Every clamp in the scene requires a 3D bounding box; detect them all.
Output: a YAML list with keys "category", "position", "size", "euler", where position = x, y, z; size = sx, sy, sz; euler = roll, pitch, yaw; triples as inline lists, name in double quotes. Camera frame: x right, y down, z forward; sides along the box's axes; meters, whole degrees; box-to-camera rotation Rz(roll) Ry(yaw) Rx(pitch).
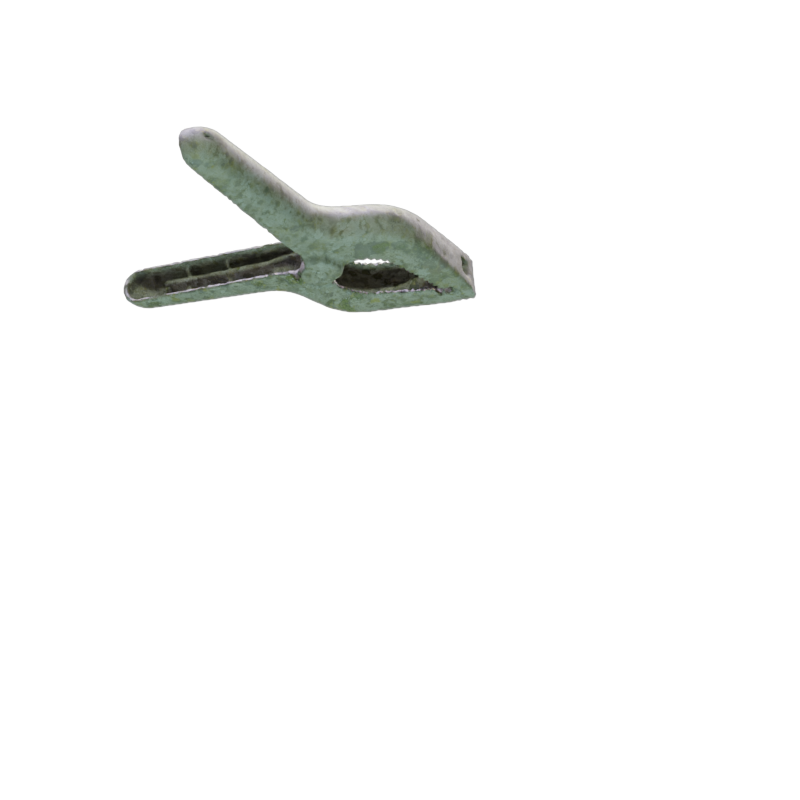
- category: "clamp"
  position: [-0.051, -0.092, 0.648]
  size: [0.206, 0.039, 0.157]
  euler: [6, -28, -12]
